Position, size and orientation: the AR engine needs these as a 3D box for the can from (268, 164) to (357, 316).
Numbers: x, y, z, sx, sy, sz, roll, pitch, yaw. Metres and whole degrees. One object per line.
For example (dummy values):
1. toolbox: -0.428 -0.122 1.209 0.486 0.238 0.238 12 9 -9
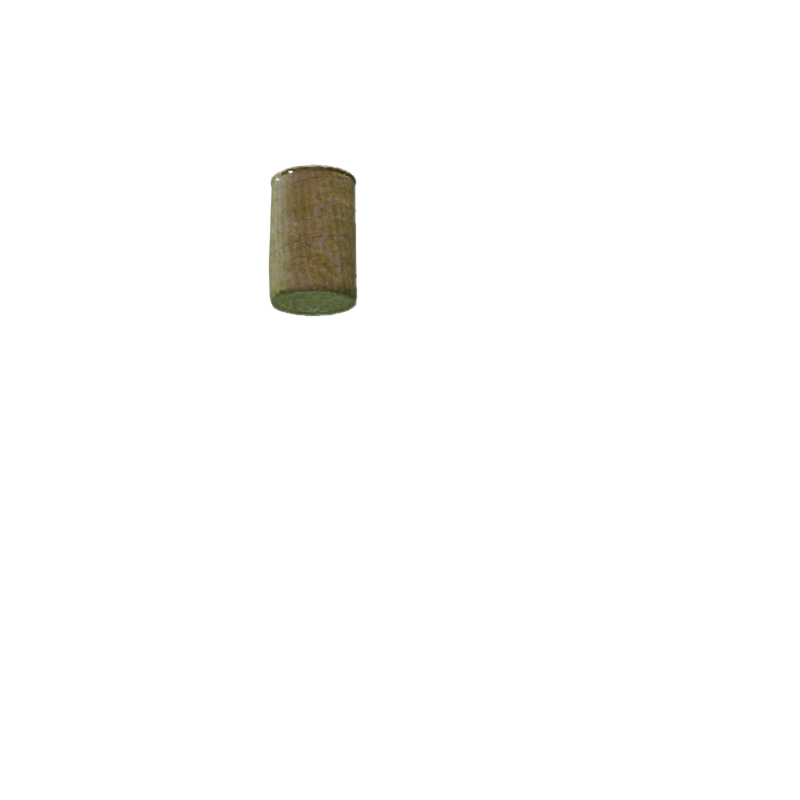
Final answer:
1. can: -0.067 -0.123 0.860 0.068 0.107 0.066 0 -17 -2
